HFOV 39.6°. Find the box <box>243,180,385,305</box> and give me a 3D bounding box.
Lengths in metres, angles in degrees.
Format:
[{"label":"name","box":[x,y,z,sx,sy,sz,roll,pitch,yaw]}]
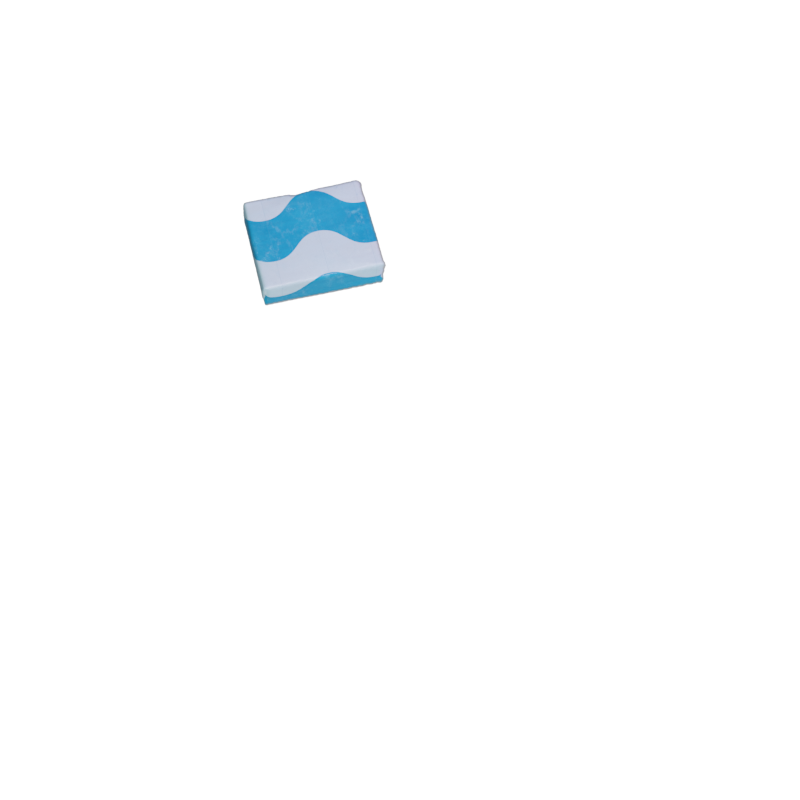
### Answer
[{"label":"box","box":[-0.062,-0.113,0.794,0.089,0.078,0.028,-12,-27,-7]}]
